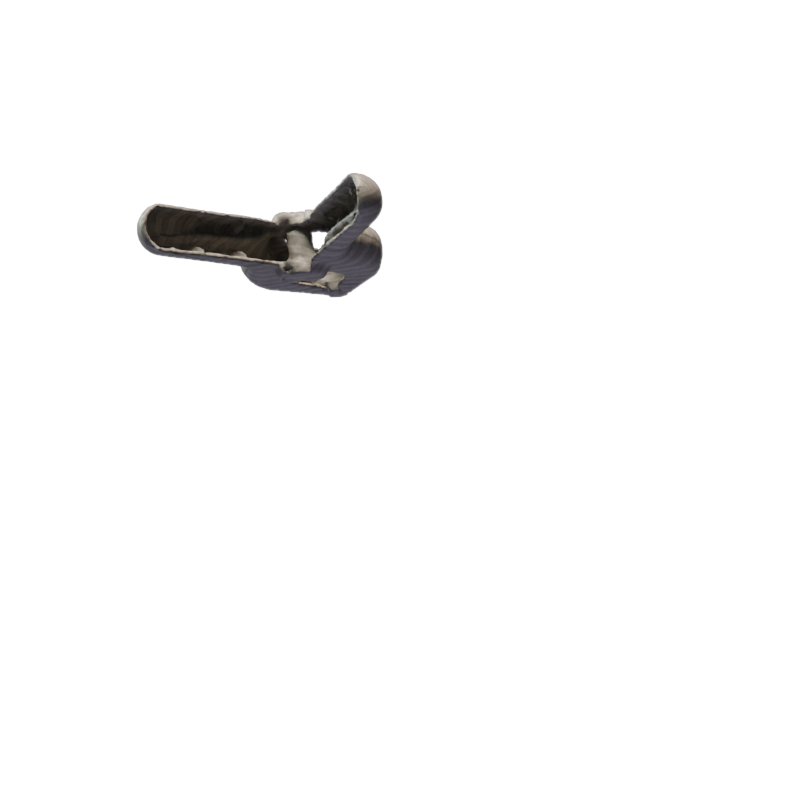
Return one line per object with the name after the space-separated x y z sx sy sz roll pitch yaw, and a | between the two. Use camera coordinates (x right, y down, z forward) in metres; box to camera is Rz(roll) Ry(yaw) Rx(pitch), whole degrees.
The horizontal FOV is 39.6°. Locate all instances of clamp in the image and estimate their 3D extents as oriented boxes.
-0.046 -0.084 0.586 0.123 0.040 0.165 -1 -2 22 | clamp
